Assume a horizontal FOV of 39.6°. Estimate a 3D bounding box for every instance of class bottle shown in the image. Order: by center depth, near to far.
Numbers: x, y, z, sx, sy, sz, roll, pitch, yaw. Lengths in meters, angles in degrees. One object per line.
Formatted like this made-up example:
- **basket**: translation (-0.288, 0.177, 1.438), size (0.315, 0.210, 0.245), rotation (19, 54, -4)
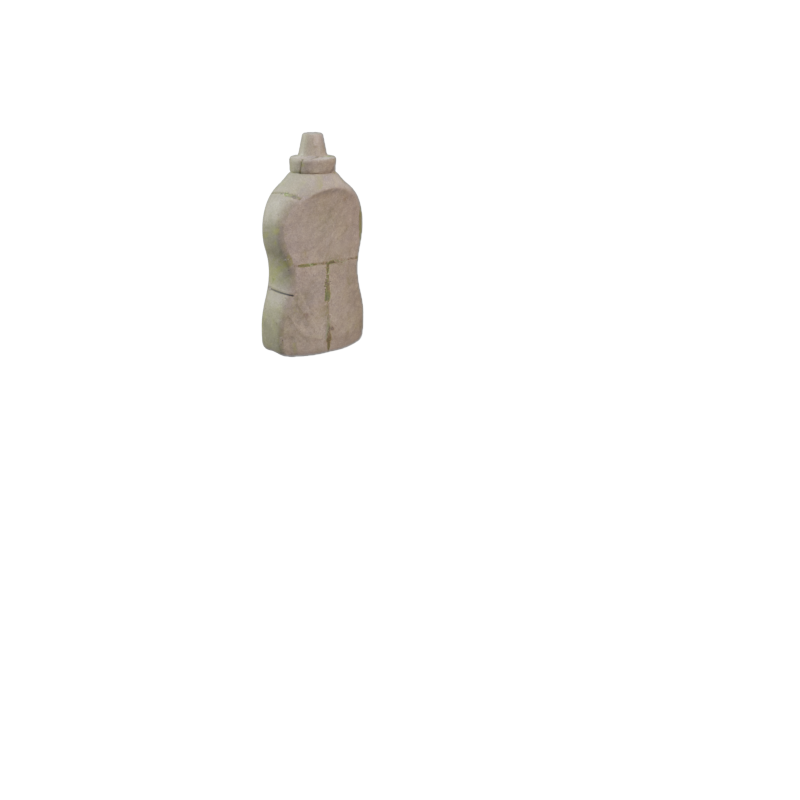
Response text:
- **bottle**: translation (-0.077, -0.139, 0.976), size (0.093, 0.186, 0.062), rotation (-10, 16, -37)
